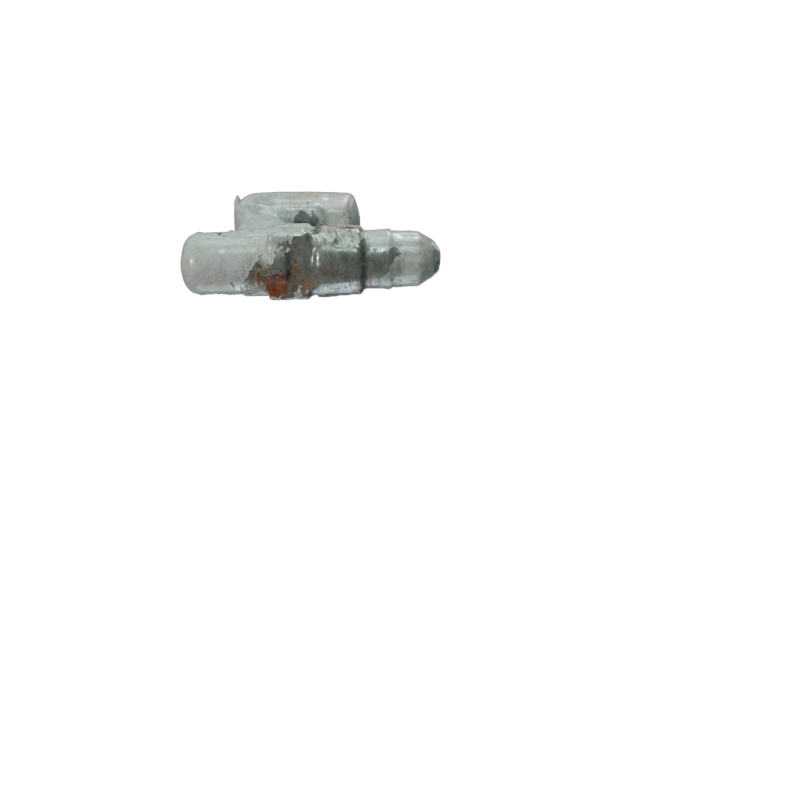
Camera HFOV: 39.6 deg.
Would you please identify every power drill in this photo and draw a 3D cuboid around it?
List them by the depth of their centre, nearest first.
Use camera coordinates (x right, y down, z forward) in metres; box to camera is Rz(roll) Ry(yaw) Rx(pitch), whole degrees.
[{"bbox_3d":[-0.067,-0.122,0.856,0.184,0.056,0.193,0,17,-1],"label":"power drill"}]
